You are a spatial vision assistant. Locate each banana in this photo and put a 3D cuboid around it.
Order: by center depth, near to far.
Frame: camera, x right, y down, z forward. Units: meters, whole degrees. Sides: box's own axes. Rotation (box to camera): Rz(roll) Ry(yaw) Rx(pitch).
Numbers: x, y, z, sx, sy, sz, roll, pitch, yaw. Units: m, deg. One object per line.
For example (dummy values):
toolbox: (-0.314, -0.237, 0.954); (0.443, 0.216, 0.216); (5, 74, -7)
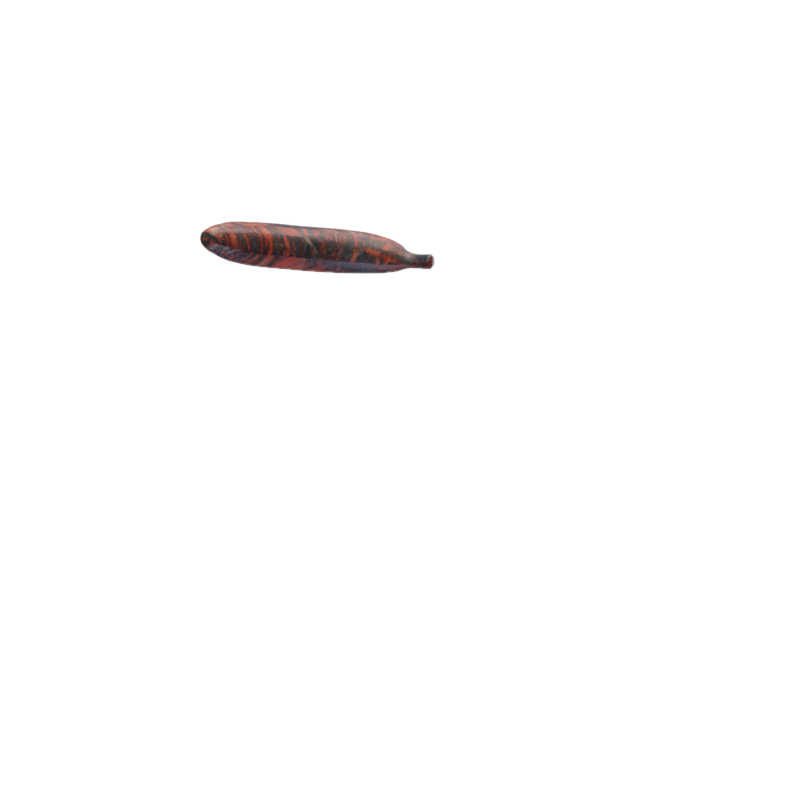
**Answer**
banana: (-0.074, -0.126, 0.908); (0.192, 0.037, 0.070); (1, -5, -22)
